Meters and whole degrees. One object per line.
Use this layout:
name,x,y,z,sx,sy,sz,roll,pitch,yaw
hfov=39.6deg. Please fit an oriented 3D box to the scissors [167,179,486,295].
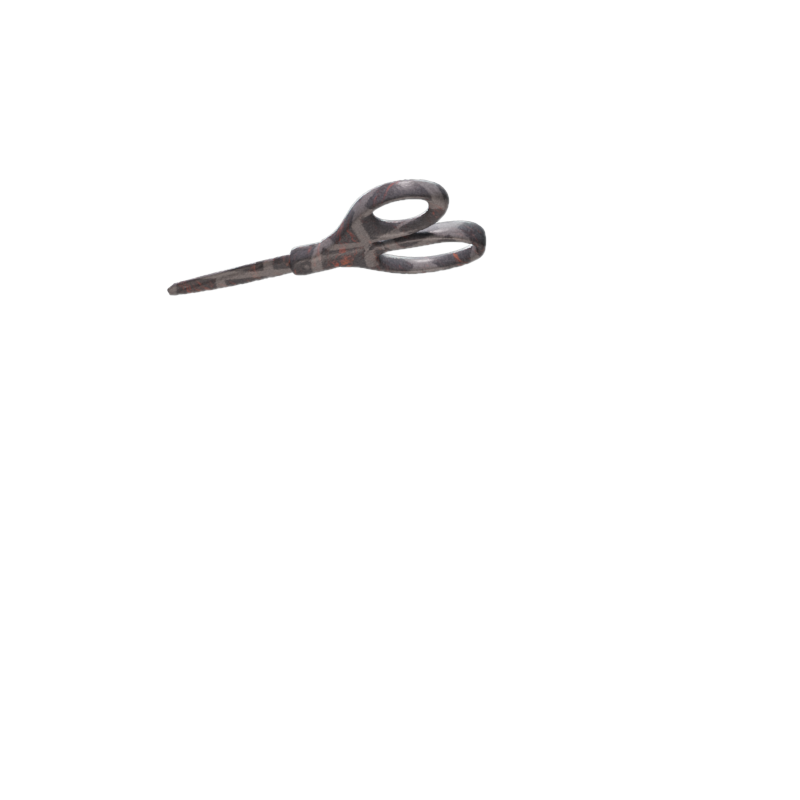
scissors,-0.051,-0.093,0.655,0.203,0.017,0.090,-3,-27,7
